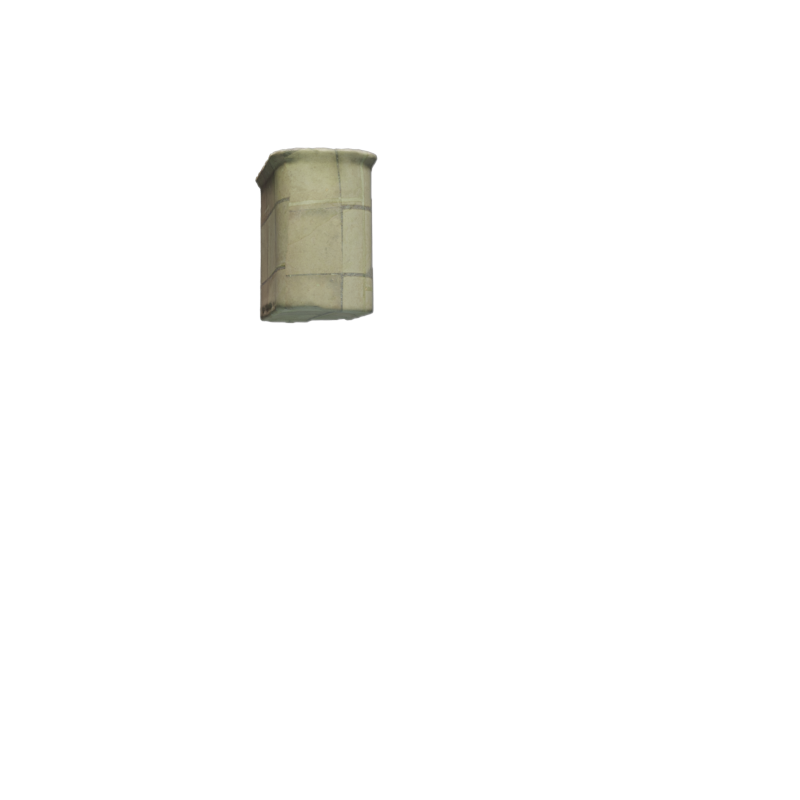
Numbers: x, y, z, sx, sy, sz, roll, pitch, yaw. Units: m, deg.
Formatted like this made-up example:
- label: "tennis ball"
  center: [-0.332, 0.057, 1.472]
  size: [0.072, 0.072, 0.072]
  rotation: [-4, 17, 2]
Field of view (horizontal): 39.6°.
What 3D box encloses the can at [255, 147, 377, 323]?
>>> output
- label: "can"
  center: [-0.048, -0.087, 0.608]
  size: [0.057, 0.085, 0.102]
  rotation: [1, -3, -13]
